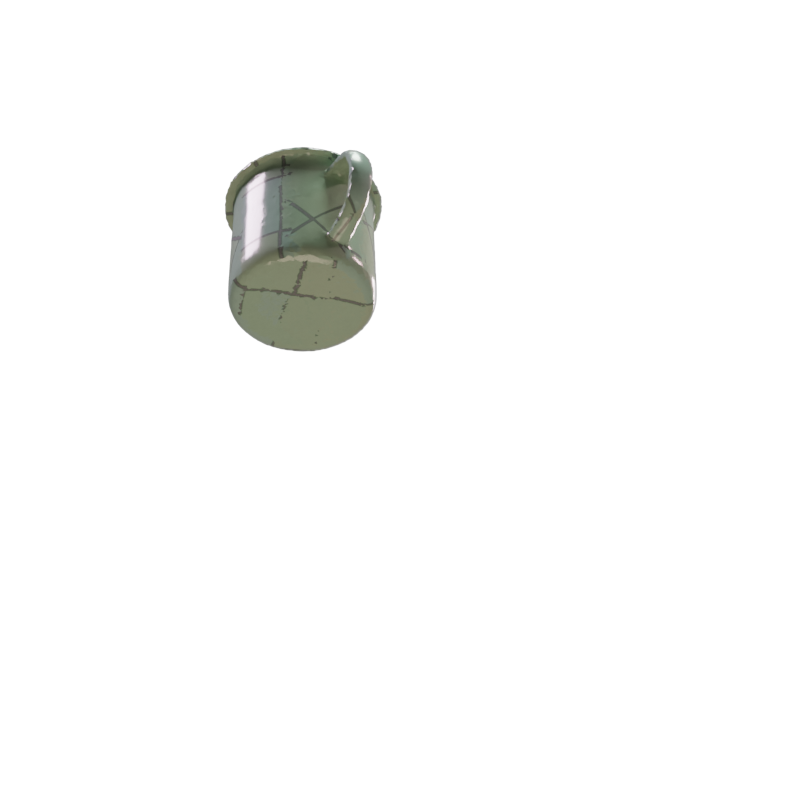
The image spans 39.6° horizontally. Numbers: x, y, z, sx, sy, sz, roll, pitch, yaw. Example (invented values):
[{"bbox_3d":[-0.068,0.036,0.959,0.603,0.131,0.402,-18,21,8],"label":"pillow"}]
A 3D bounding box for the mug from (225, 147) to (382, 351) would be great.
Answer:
[{"bbox_3d":[-0.049,-0.089,0.621,0.089,0.087,0.114,23,-48,-24],"label":"mug"}]
